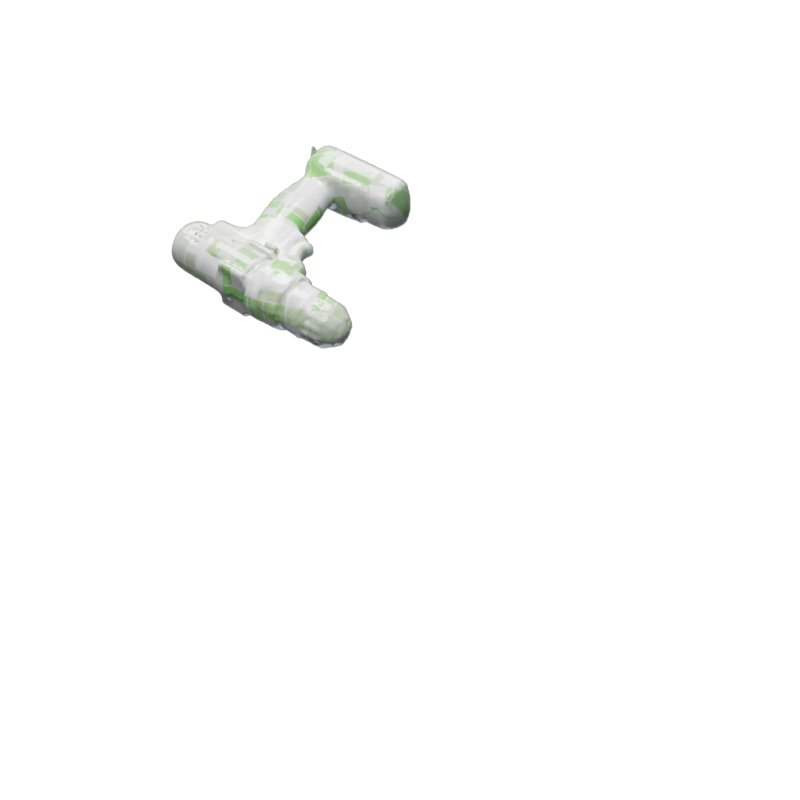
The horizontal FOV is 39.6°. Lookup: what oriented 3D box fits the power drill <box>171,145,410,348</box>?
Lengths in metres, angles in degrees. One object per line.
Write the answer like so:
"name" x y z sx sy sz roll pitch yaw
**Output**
"power drill" -0.075 -0.136 0.955 0.195 0.053 0.190 30 53 26
